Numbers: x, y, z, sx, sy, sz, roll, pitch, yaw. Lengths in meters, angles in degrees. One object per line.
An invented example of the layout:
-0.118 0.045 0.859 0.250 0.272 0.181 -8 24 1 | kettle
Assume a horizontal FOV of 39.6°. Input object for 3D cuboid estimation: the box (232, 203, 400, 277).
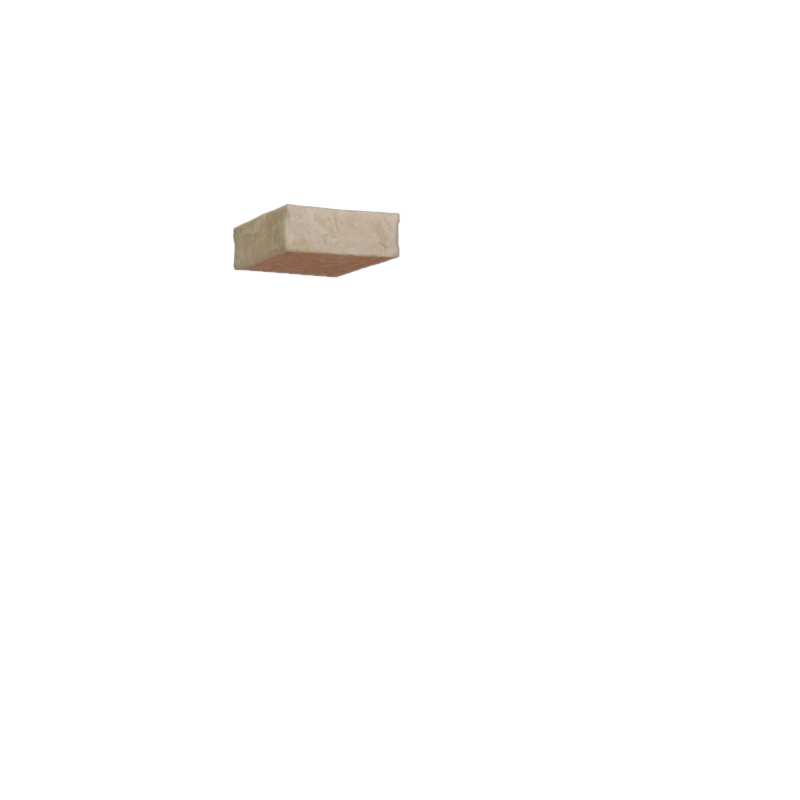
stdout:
-0.053 -0.096 0.672 0.071 0.031 0.091 1 -3 -27 | box
